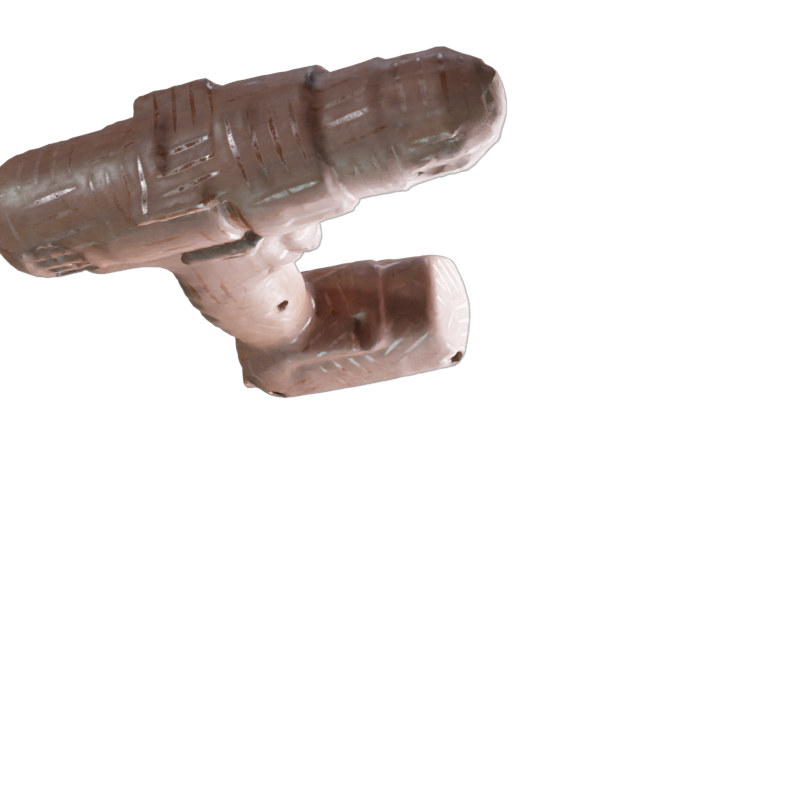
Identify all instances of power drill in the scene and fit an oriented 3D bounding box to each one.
[{"bbox_3d":[-0.033,-0.061,0.426,0.187,0.060,0.175,-8,-22,19],"label":"power drill"}]
